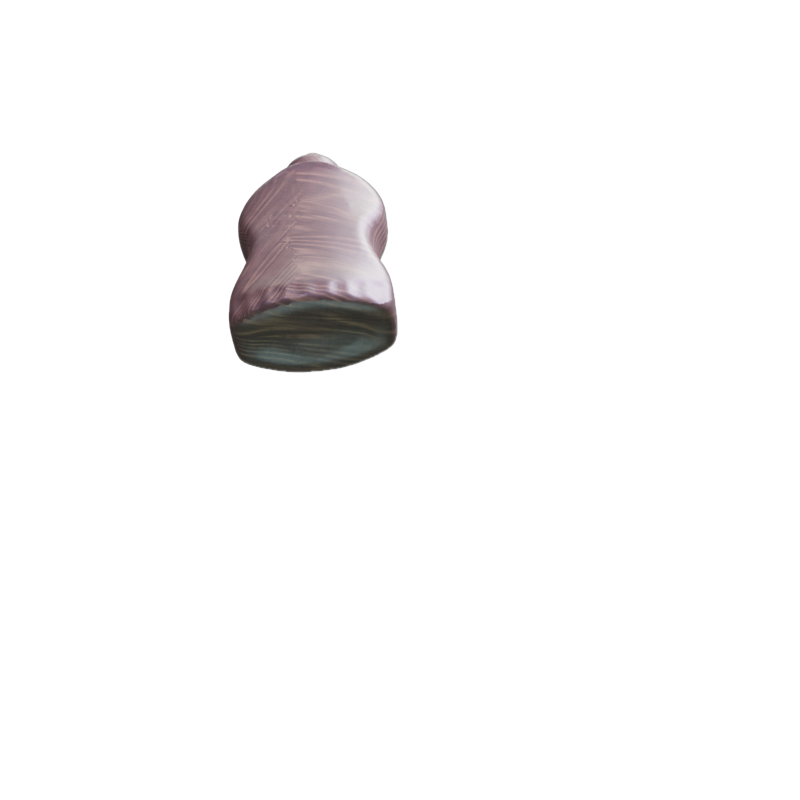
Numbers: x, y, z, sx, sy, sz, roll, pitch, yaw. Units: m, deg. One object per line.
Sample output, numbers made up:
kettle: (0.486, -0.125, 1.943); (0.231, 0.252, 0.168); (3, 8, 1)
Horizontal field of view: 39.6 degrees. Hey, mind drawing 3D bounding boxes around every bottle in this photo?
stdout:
bottle: (-0.055, -0.101, 0.705); (0.096, 0.054, 0.205); (-8, 40, 3)
